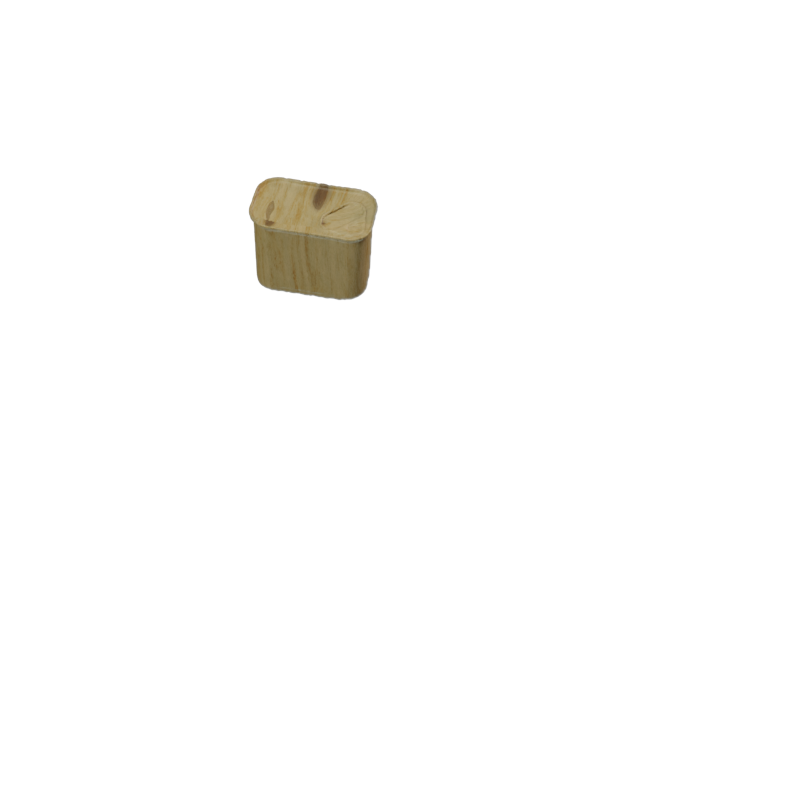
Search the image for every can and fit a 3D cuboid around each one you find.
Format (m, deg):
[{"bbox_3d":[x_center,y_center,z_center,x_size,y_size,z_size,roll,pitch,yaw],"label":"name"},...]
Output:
[{"bbox_3d":[-0.072,-0.132,0.926,0.103,0.061,0.078,10,-38,6],"label":"can"}]
